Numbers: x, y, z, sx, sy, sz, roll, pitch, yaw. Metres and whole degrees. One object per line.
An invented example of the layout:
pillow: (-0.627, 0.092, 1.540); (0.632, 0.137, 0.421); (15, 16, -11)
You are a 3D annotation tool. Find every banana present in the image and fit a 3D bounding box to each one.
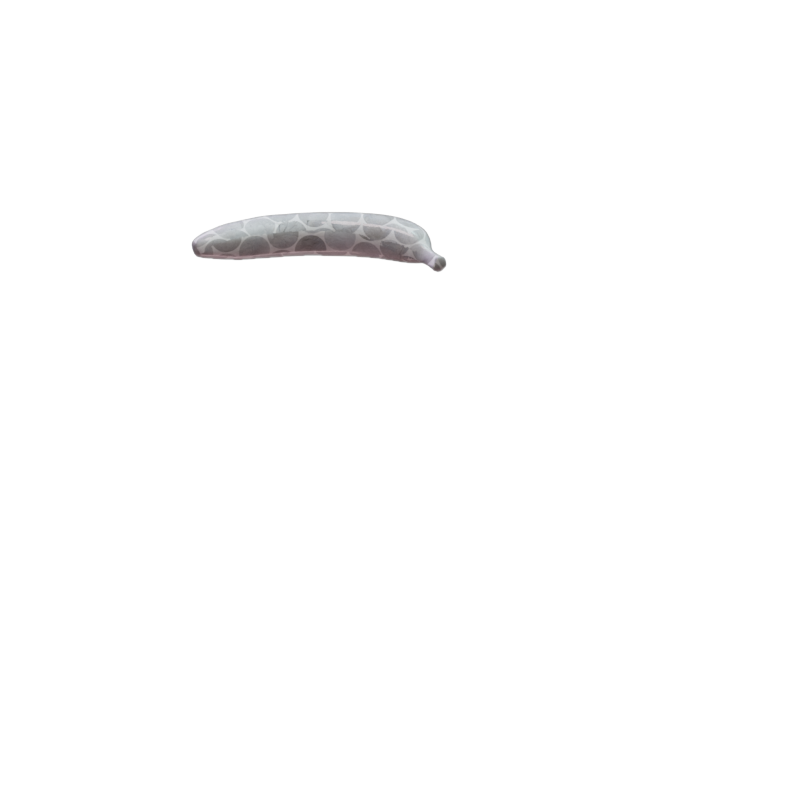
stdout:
banana: (-0.062, -0.128, 0.876); (0.200, 0.036, 0.071); (3, 17, 8)
